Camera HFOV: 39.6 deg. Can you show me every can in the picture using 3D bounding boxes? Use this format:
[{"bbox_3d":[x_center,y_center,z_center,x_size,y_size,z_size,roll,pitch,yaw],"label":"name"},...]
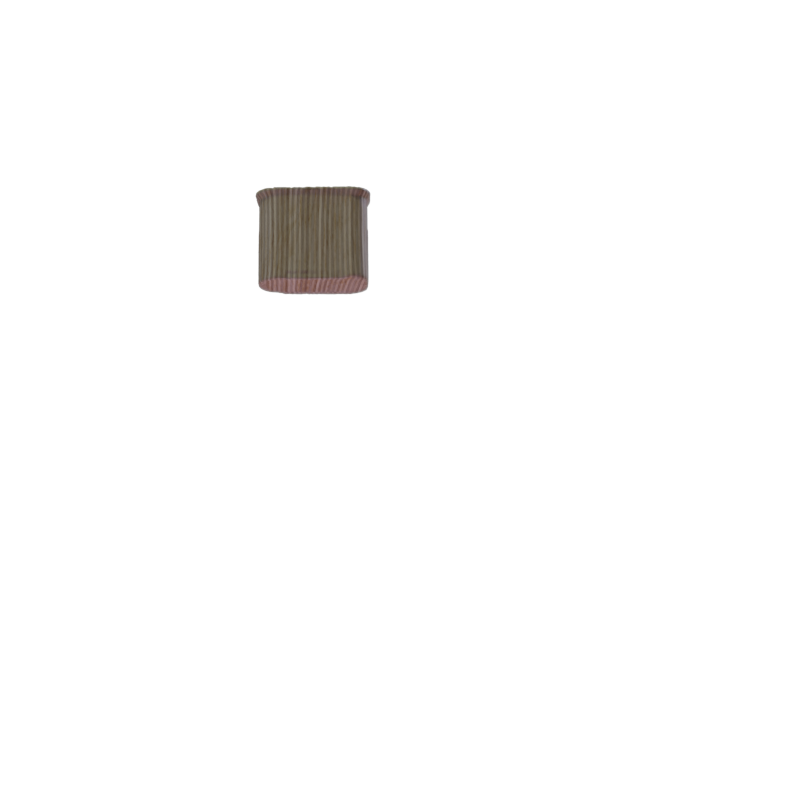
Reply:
[{"bbox_3d":[-0.077,-0.140,0.981,0.102,0.087,0.055,0,-15,0],"label":"can"}]
